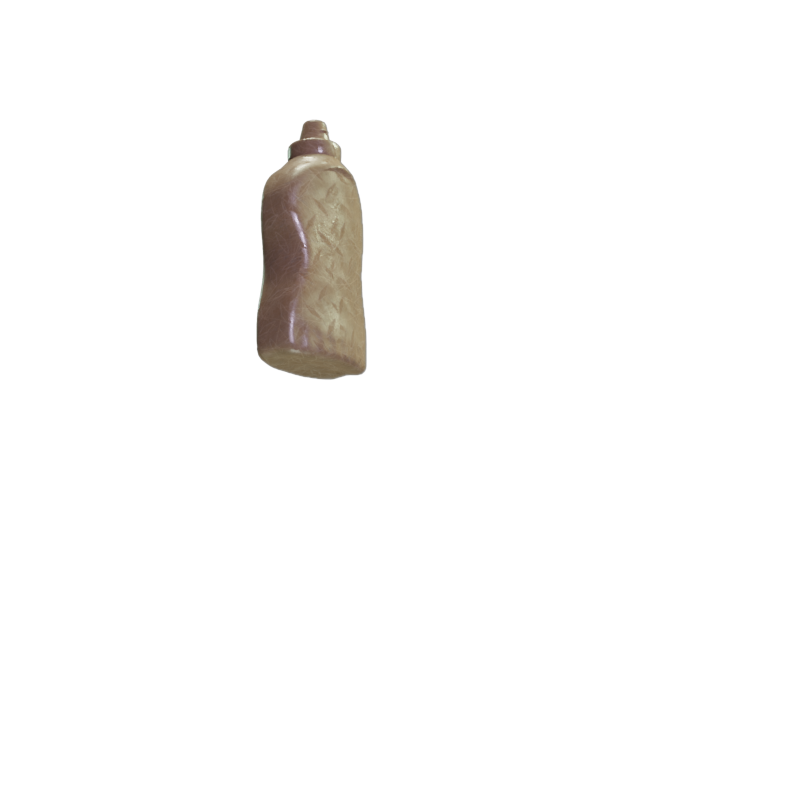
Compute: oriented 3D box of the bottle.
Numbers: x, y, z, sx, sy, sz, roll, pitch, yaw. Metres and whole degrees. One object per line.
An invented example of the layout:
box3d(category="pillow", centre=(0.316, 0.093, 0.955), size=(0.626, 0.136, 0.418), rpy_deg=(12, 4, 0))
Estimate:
box3d(category="bottle", centre=(-0.064, -0.117, 0.819), size=(0.059, 0.200, 0.090), rpy_deg=(-15, -22, 34))
